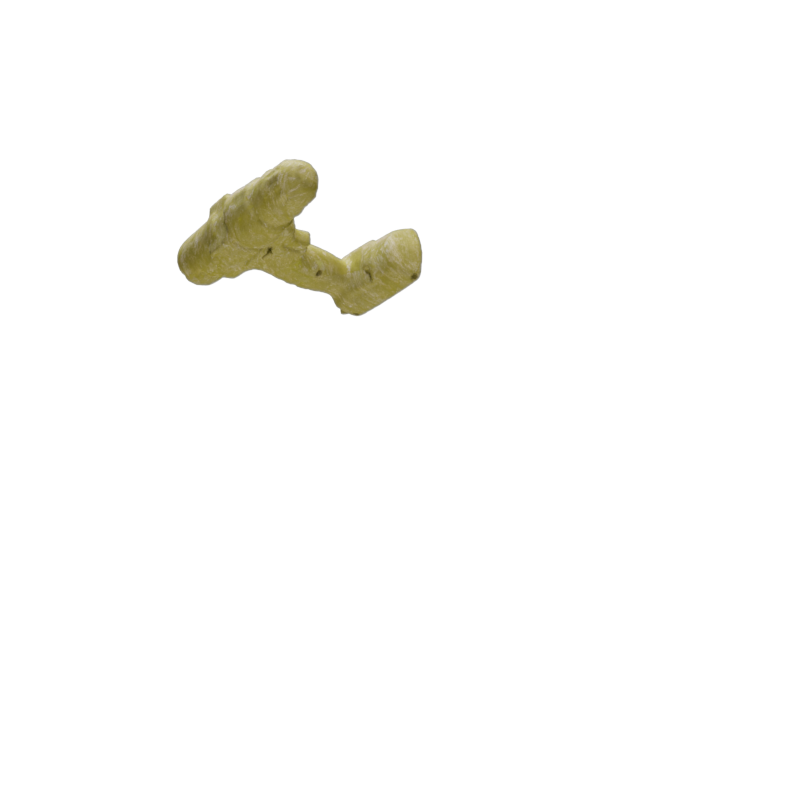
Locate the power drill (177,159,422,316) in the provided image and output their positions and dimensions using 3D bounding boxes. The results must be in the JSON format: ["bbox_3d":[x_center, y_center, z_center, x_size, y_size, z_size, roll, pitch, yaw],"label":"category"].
[{"bbox_3d":[-0.075,-0.137,0.959,0.178,0.061,0.184,15,-27,-34],"label":"power drill"}]
